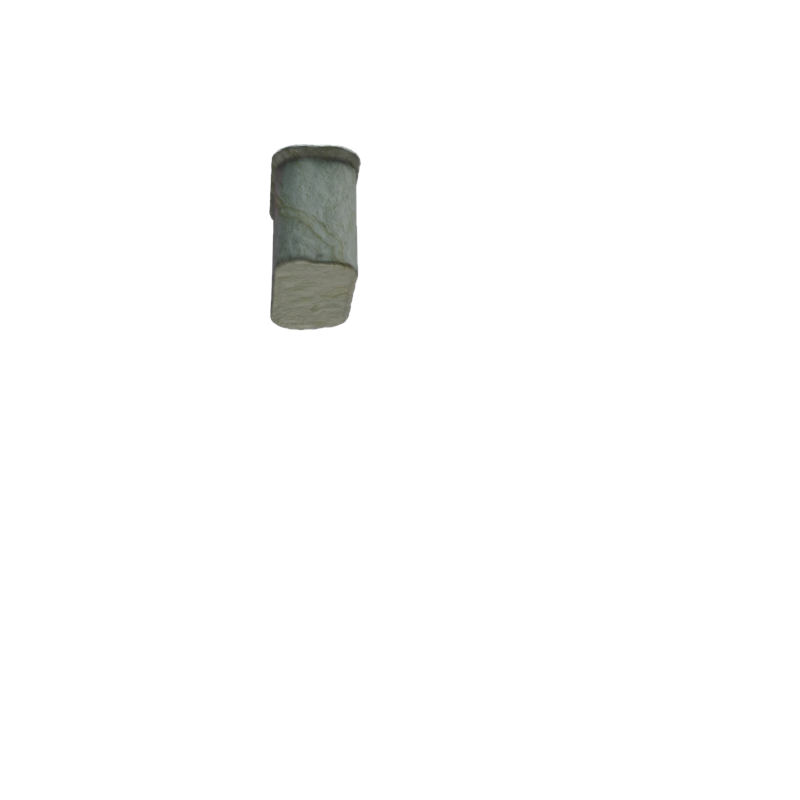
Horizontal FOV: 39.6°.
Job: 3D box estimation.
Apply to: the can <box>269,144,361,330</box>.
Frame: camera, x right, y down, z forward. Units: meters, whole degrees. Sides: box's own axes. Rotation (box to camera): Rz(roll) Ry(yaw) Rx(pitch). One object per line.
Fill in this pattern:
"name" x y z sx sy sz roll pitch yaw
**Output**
"can" -0.056 -0.102 0.718 0.057 0.089 0.097 2 -24 -6
